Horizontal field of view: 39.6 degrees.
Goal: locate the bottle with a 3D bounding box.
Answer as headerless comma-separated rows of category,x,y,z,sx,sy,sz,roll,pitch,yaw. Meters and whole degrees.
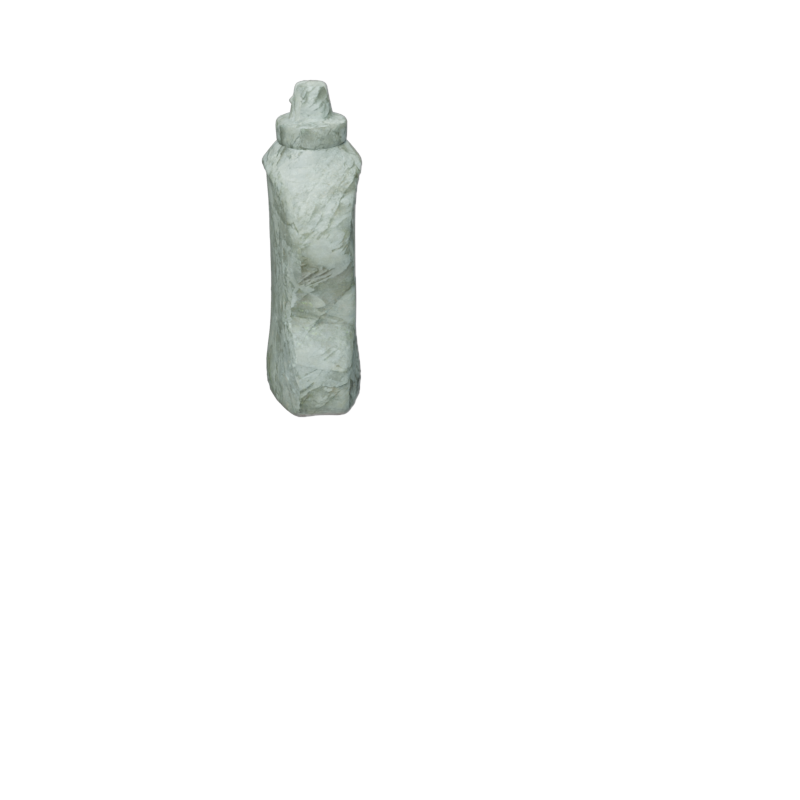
bottle,-0.052,-0.094,0.657,0.058,0.182,0.102,-2,24,-8
